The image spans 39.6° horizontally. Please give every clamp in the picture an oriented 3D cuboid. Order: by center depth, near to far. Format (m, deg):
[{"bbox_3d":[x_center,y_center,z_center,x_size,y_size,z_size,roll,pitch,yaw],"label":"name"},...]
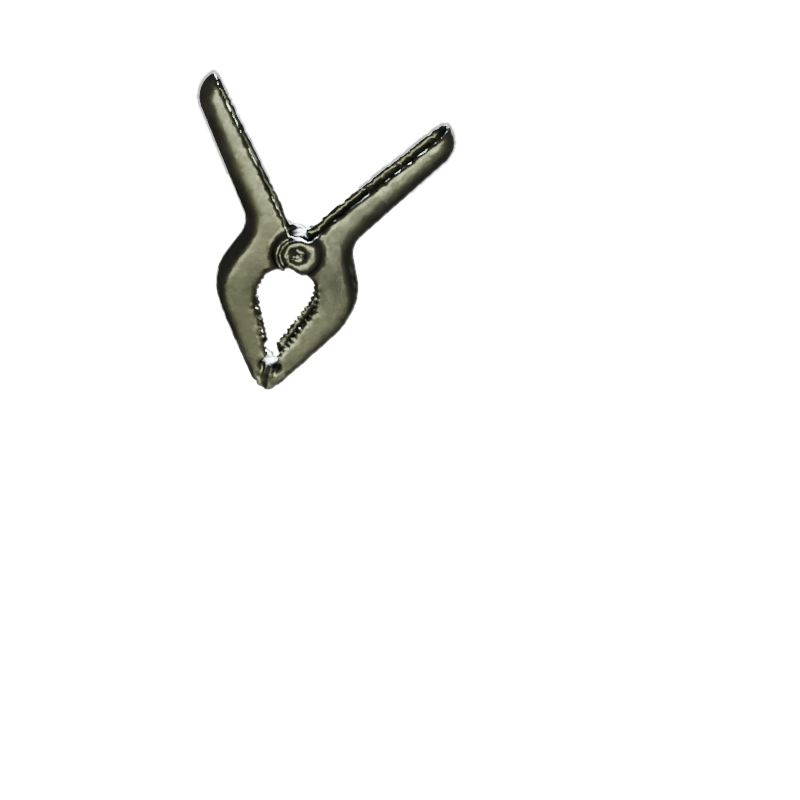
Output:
[{"bbox_3d":[-0.057,-0.104,0.730,0.164,0.201,0.038,7,21,-3],"label":"clamp"}]
